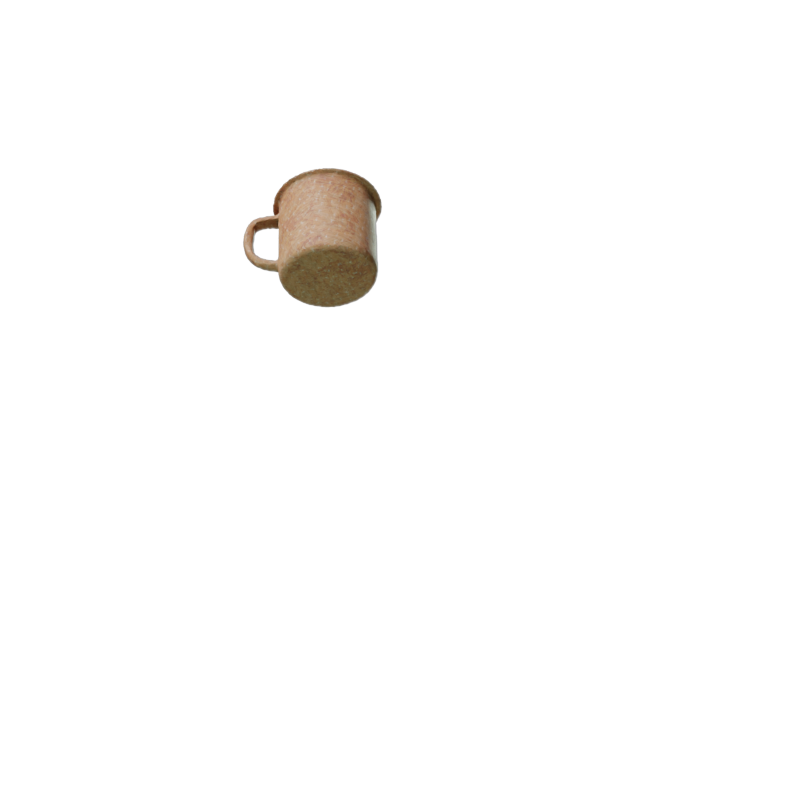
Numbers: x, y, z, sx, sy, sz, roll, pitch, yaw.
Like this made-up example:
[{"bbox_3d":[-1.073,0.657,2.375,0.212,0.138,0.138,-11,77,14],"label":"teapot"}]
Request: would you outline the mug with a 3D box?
[{"bbox_3d":[-0.072,-0.132,0.923,0.117,0.087,0.087,0,-38,-1],"label":"mug"}]
